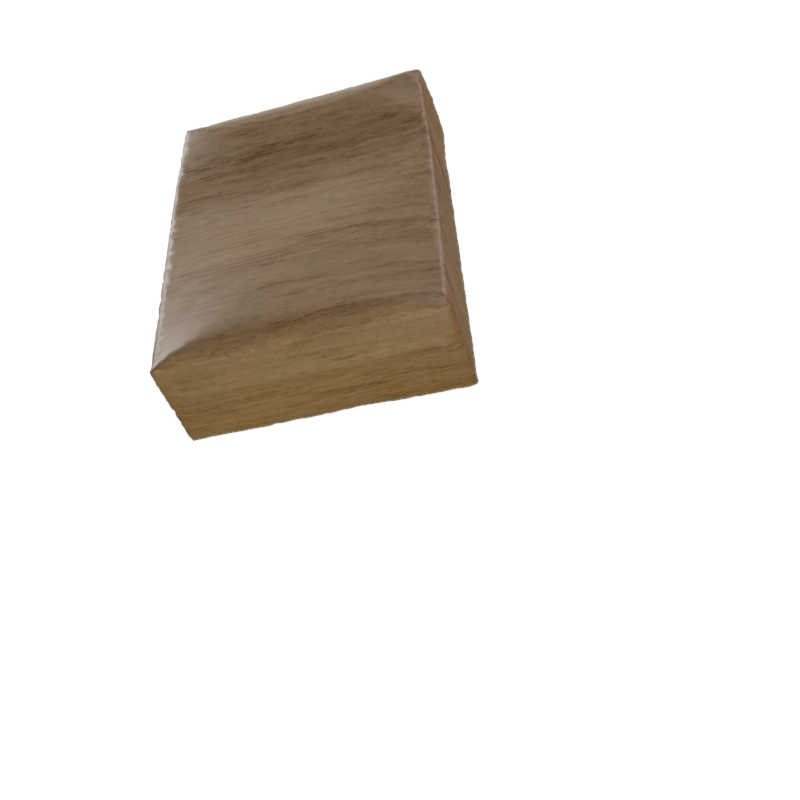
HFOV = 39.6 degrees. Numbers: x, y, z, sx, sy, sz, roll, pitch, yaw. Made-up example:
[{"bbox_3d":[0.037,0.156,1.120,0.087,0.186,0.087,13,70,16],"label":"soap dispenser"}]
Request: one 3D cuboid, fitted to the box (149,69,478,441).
[{"bbox_3d":[-0.051,-0.093,0.653,0.165,0.230,0.066,-13,-44,10],"label":"box"}]
